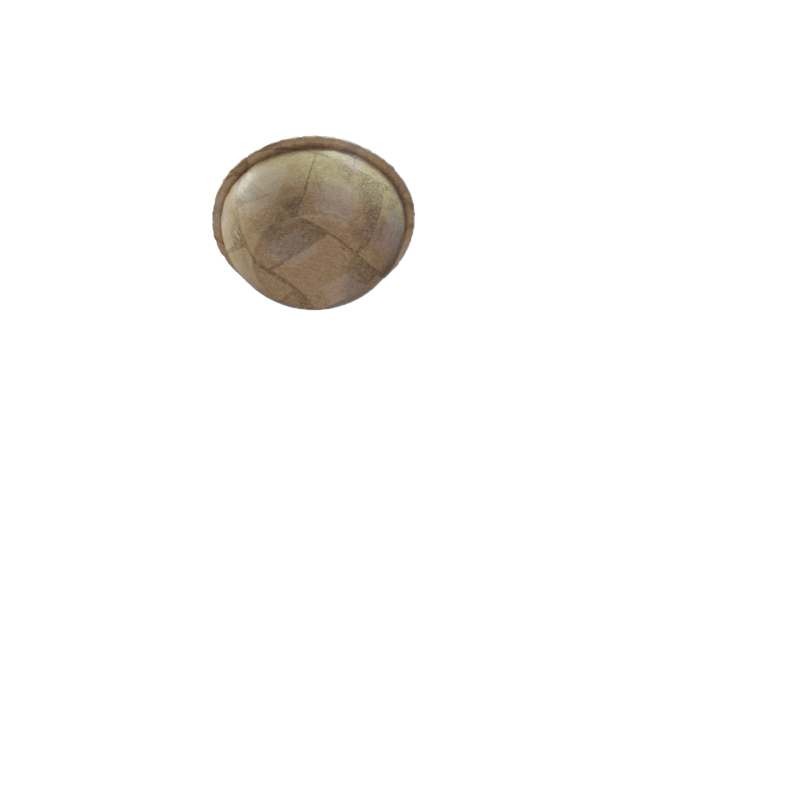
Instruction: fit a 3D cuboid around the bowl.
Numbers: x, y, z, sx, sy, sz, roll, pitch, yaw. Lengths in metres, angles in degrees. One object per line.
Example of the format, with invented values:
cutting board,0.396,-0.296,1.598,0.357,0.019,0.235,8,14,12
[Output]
bowl,-0.067,-0.123,0.861,0.162,0.151,0.059,1,40,-1
